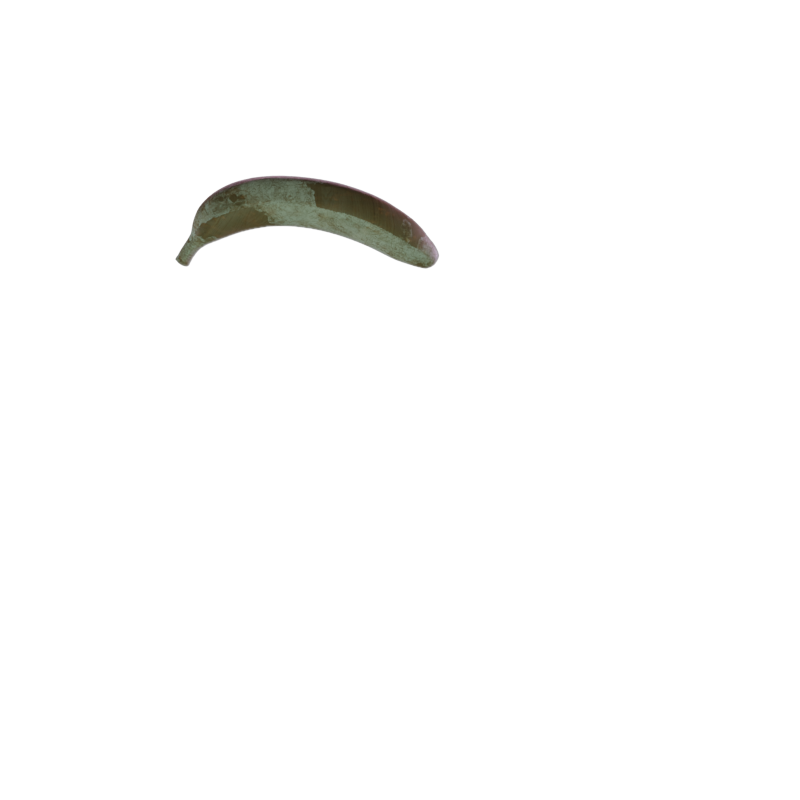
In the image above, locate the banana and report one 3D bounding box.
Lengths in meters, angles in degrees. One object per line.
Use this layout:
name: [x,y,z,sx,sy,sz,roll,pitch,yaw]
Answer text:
banana: [-0.068,-0.134,0.827,0.197,0.065,0.039,2,35,-1]
